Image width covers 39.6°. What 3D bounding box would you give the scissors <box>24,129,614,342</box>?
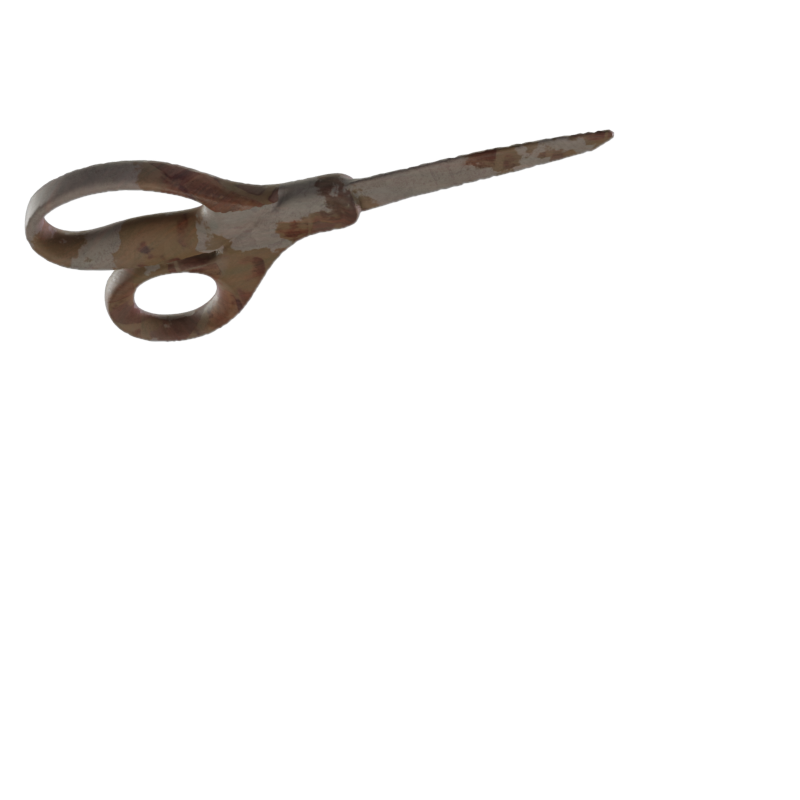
[{"bbox_3d":[-0.031,-0.057,0.398,0.202,0.017,0.089,-2,-38,2],"label":"scissors"}]
